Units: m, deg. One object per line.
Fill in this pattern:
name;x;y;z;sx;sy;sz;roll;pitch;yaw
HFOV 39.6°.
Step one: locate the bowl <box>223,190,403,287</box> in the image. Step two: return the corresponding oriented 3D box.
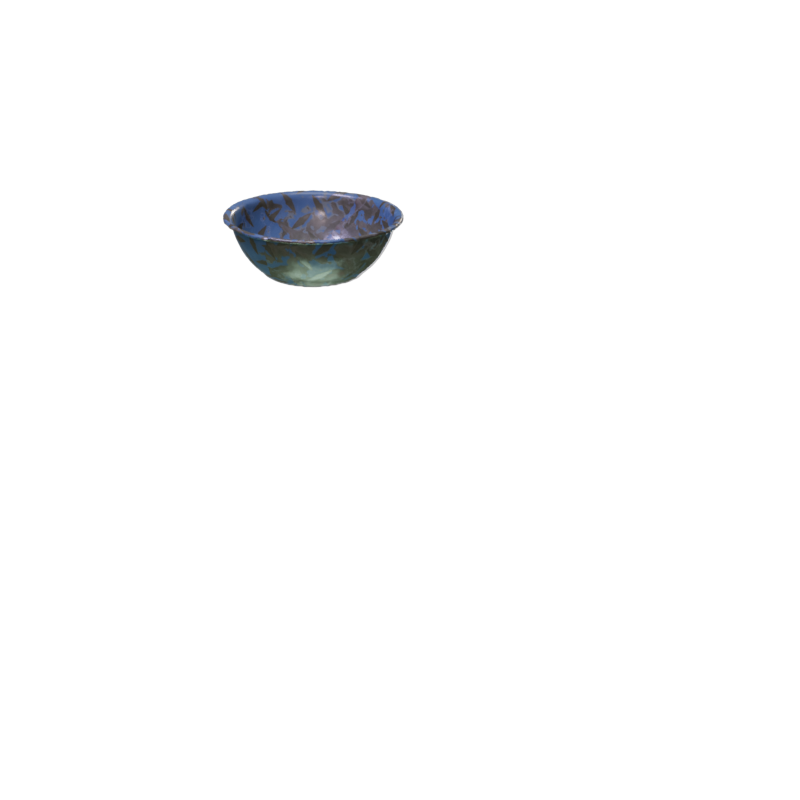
bowl;-0.078;-0.143;1.000;0.162;0.052;0.170;-1;25;-2
